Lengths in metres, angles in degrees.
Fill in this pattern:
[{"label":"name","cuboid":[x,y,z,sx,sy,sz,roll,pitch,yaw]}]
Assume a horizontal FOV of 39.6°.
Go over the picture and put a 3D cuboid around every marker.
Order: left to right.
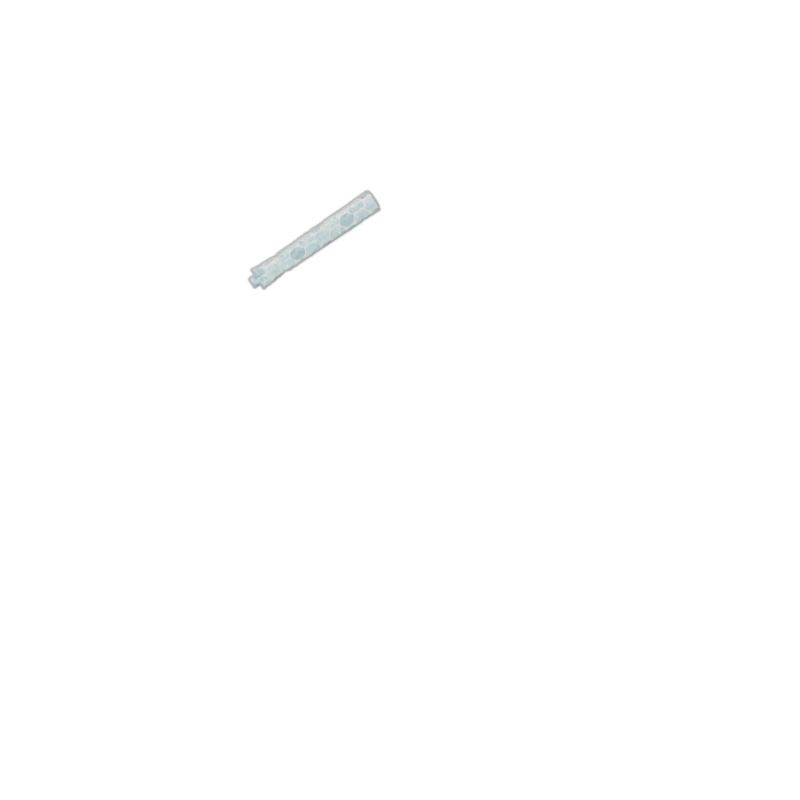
[{"label":"marker","cuboid":[-0.071,-0.129,0.901,0.121,0.019,0.020,-35,8,-5]}]
